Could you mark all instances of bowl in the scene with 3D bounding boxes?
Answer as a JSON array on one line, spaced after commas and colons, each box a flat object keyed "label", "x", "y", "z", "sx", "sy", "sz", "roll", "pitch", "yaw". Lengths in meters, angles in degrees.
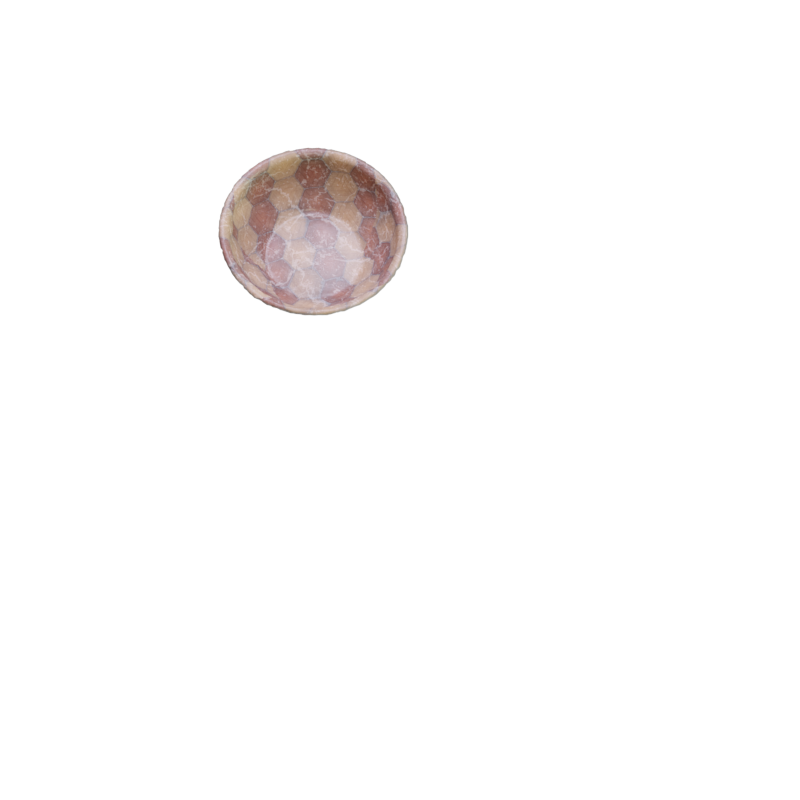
[{"label": "bowl", "x": -0.076, "y": -0.138, "z": 0.968, "sx": 0.162, "sy": 0.171, "sz": 0.052, "roll": -1, "pitch": -25, "yaw": -1}]
